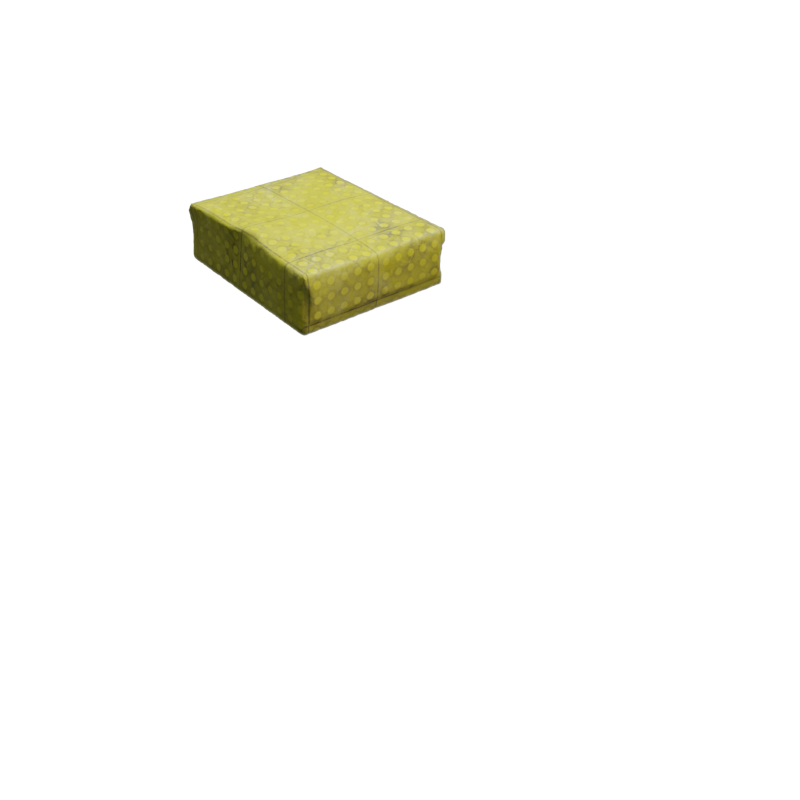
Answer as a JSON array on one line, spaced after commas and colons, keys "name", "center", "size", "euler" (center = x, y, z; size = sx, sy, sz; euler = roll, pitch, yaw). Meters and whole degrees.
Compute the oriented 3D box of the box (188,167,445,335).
[{"name": "box", "center": [-0.037, -0.068, 0.477], "size": [0.072, 0.028, 0.096], "euler": [-22, 38, -31]}]
